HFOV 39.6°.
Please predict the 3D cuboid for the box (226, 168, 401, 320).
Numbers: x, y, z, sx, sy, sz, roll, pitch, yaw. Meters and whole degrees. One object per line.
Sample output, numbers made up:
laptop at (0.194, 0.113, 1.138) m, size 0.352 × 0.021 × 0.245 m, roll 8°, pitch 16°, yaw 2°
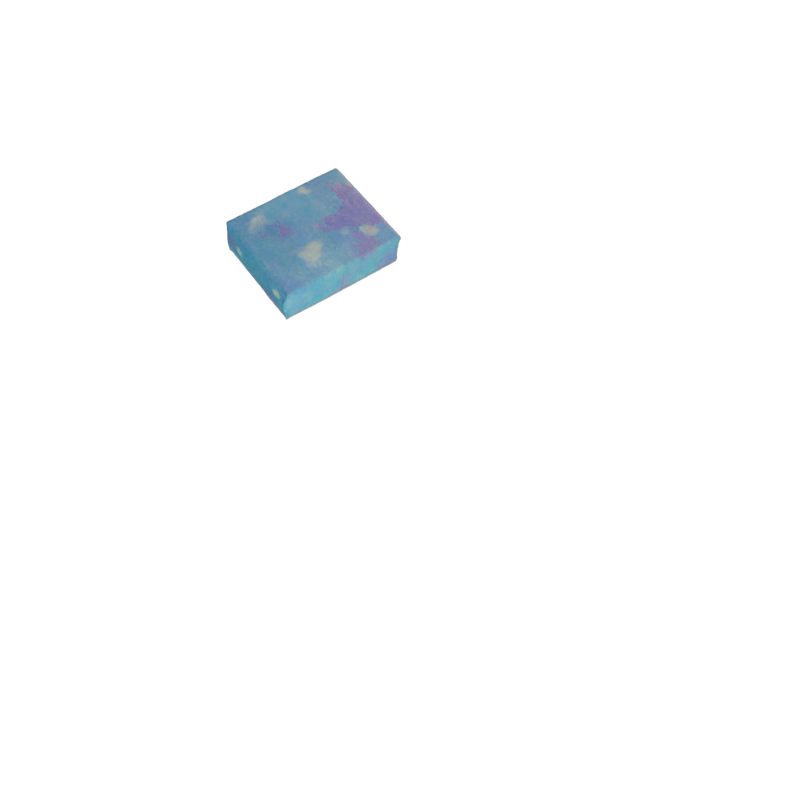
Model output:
box at (-0.070, -0.128, 0.898) m, size 0.113 × 0.096 × 0.036 m, roll -31°, pitch -29°, yaw -20°
